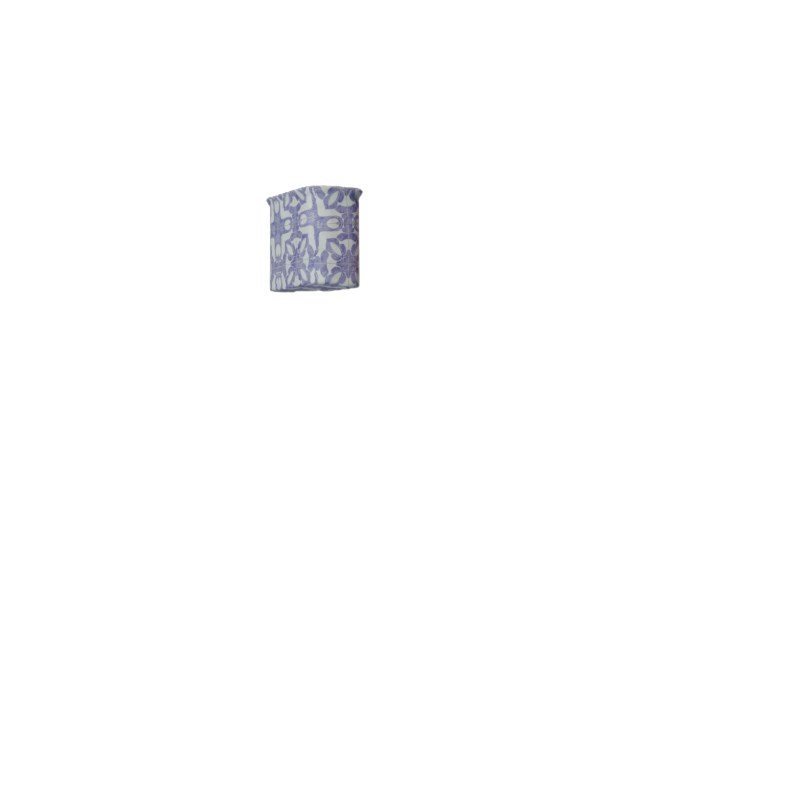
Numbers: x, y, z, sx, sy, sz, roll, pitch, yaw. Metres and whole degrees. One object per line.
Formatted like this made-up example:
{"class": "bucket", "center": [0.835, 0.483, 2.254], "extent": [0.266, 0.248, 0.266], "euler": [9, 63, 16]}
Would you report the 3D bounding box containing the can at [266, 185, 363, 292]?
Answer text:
{"class": "can", "center": [-0.075, -0.138, 0.965], "extent": [0.055, 0.085, 0.105], "euler": [2, -2, -31]}
